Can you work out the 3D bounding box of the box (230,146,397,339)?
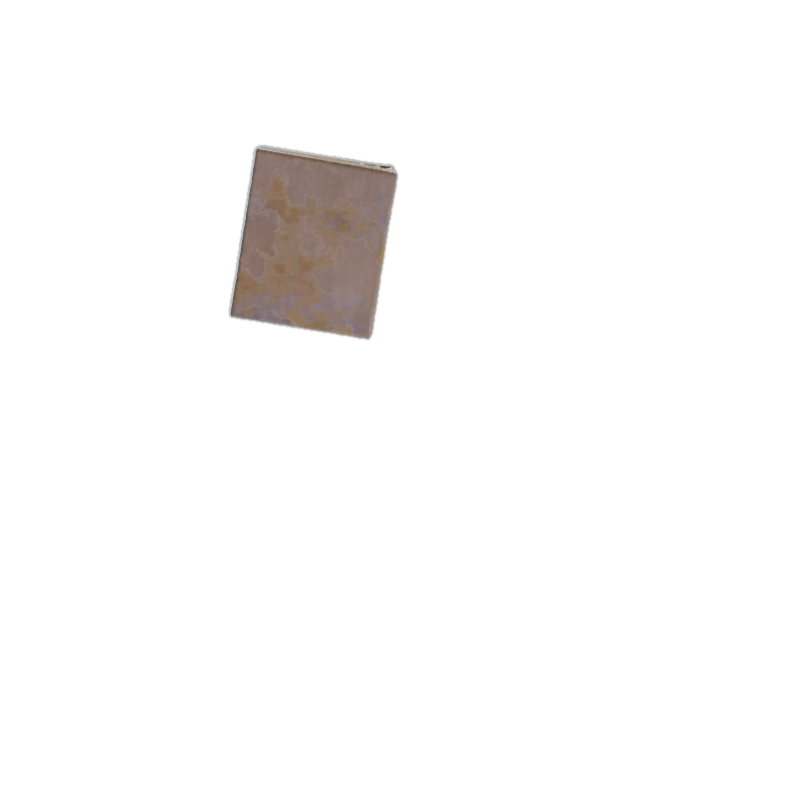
[{"bbox_3d":[-0.045,-0.081,0.569,0.073,0.088,0.031,9,5,-1],"label":"box"}]
